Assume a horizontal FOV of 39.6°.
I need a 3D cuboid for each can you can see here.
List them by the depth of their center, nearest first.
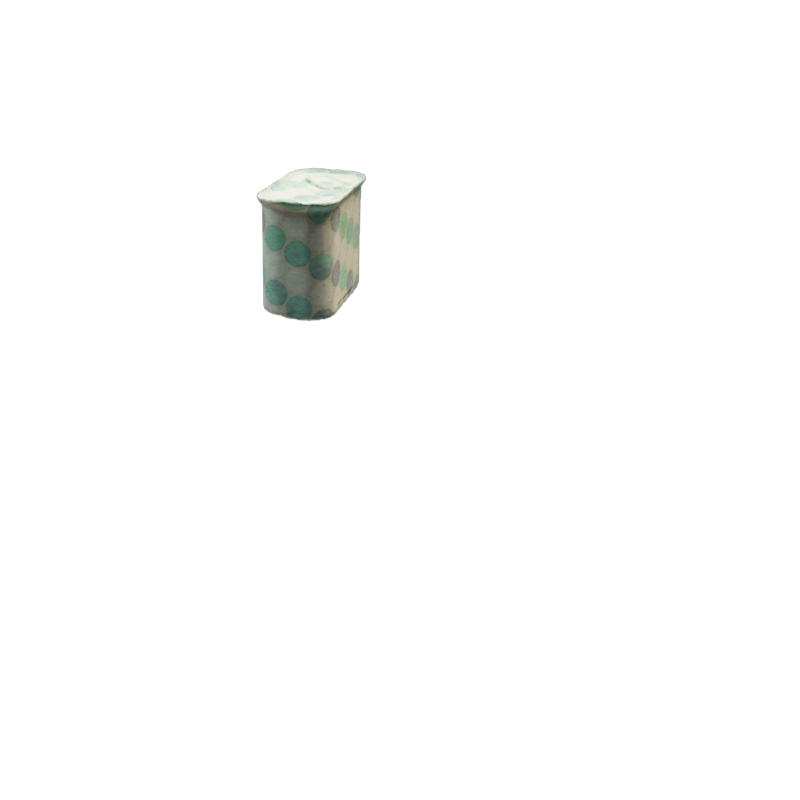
[{"bbox_3d":[-0.061,-0.111,0.781,0.059,0.080,0.104,6,22,13],"label":"can"}]
